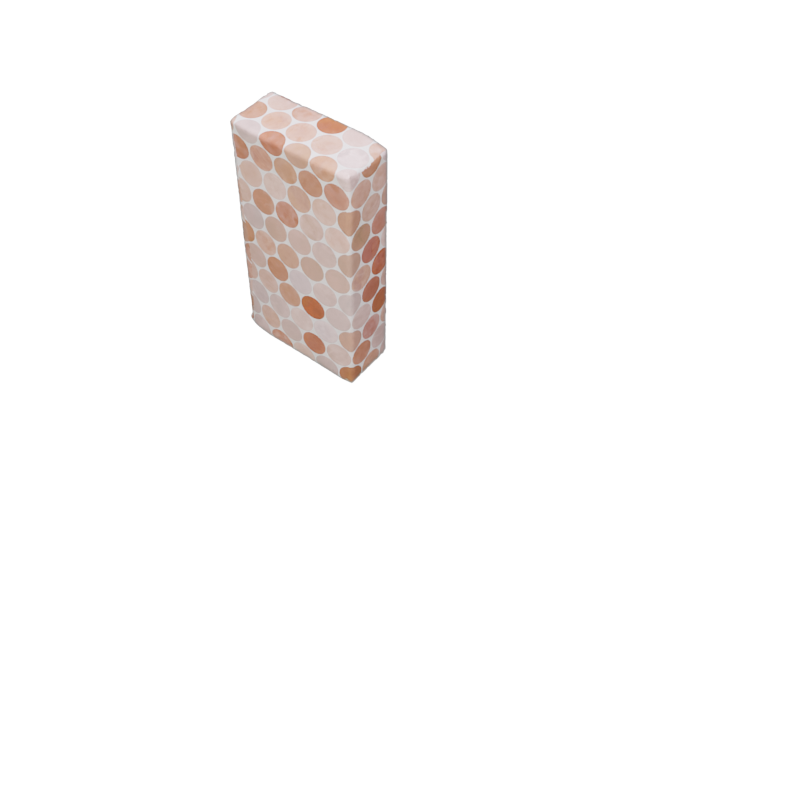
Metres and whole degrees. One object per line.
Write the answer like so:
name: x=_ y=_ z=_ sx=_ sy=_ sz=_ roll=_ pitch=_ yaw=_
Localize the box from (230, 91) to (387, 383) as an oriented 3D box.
box: x=-0.055 y=-0.100 z=0.702 sx=0.099 sy=0.164 sz=0.049 roll=32 pitch=51 yaw=25
